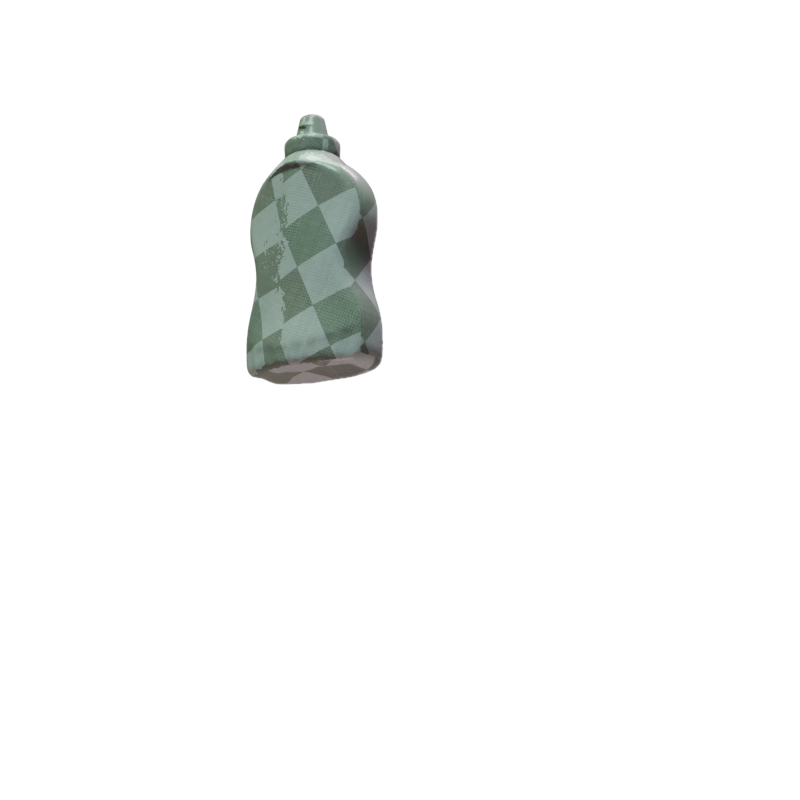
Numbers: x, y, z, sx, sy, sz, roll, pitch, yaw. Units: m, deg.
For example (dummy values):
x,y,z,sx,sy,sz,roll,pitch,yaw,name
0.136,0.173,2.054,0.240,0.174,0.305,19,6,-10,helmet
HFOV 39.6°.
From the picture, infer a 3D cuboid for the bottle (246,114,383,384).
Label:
x,y,z,sx,sy,sz,roll,pitch,yaw,name
-0.062,-0.112,0.783,0.098,0.200,0.055,-13,-22,31,bottle
